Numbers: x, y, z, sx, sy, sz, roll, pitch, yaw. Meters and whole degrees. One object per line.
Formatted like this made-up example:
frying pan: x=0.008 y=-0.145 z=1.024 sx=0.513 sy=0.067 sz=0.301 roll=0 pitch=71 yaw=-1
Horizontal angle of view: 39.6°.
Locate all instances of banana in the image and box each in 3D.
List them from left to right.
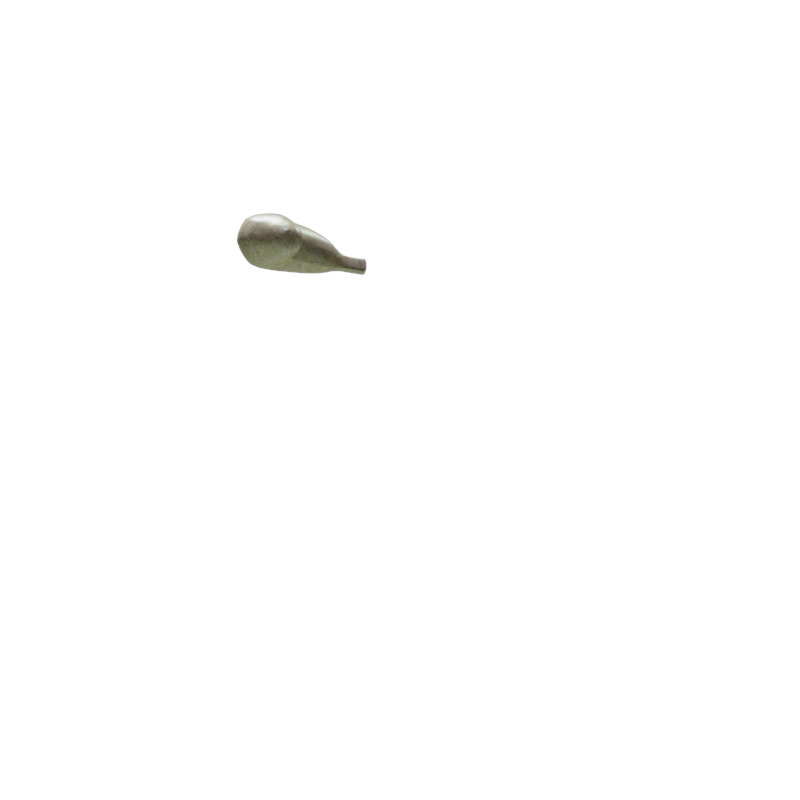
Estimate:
banana: x=-0.077 y=-0.110 z=0.774 sx=0.071 sy=0.037 sz=0.194 roll=0 pitch=3 yaw=12
